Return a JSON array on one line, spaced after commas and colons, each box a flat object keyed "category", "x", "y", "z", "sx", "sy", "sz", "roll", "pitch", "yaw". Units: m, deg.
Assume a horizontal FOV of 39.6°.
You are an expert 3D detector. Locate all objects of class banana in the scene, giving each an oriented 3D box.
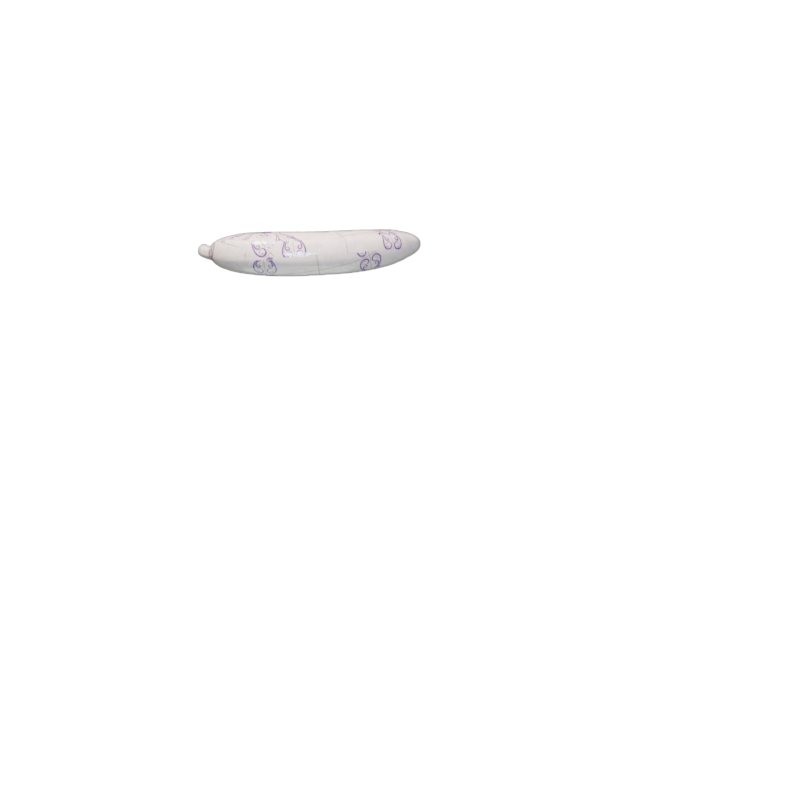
[{"category": "banana", "x": -0.079, "y": -0.131, "z": 0.958, "sx": 0.197, "sy": 0.035, "sz": 0.073, "roll": 0, "pitch": 24, "yaw": -1}]
